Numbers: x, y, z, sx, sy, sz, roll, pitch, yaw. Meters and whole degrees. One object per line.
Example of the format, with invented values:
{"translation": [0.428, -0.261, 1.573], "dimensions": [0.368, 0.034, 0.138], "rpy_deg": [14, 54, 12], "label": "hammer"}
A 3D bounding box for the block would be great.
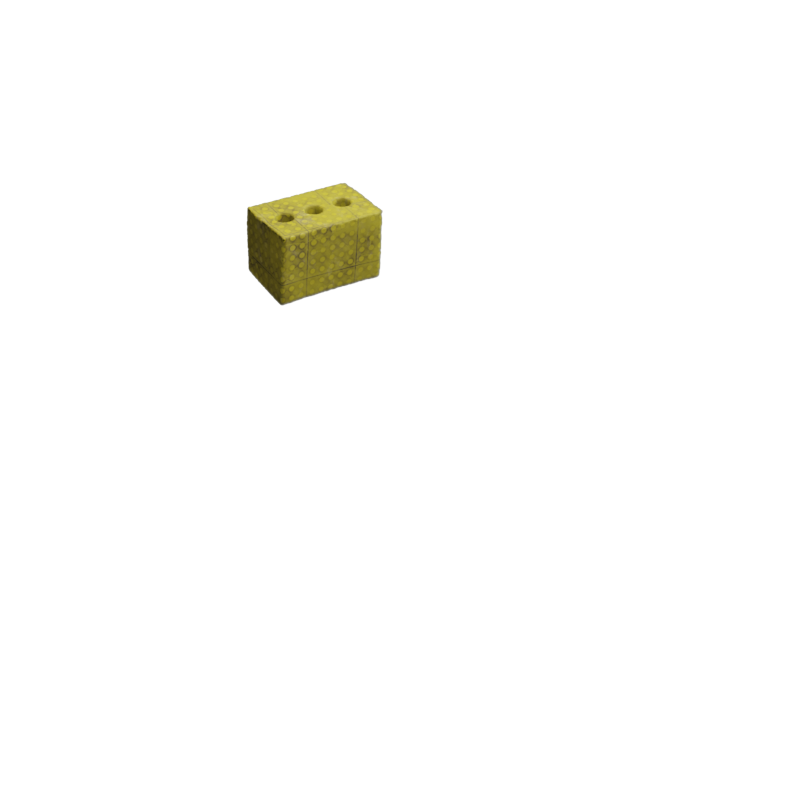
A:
{"translation": [-0.059, -0.107, 0.748], "dimensions": [0.077, 0.048, 0.057], "rpy_deg": [-19, 39, -26], "label": "block"}
